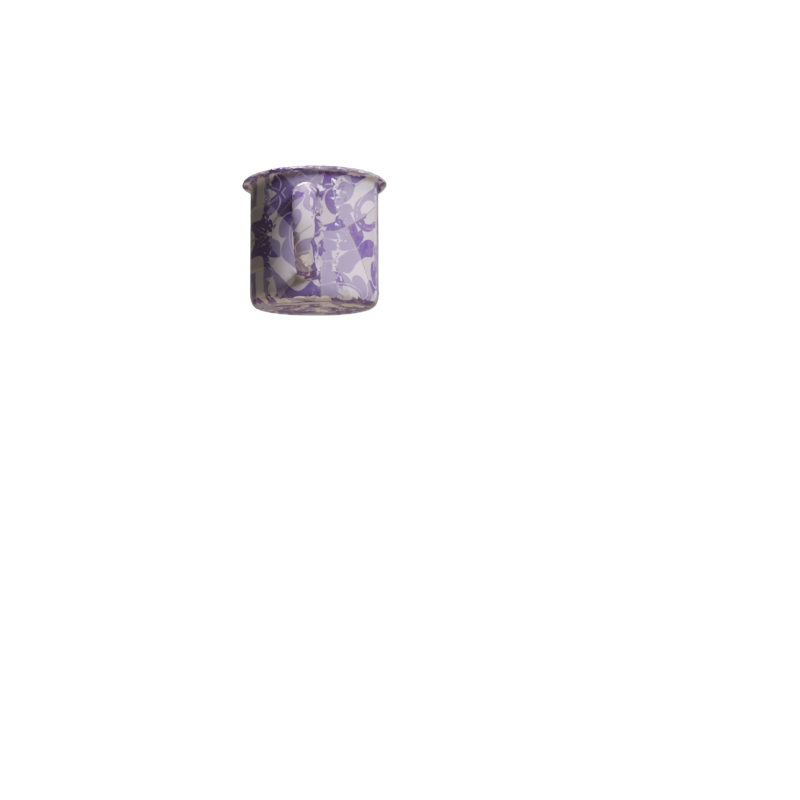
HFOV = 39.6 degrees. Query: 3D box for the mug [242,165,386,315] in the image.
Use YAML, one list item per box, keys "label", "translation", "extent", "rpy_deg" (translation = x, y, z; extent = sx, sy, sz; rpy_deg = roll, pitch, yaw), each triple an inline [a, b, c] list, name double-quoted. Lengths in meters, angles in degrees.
- label: "mug"
  translation: [-0.054, -0.099, 0.696]
  extent: [0.093, 0.083, 0.115]
  rpy_deg: [0, -6, 0]
